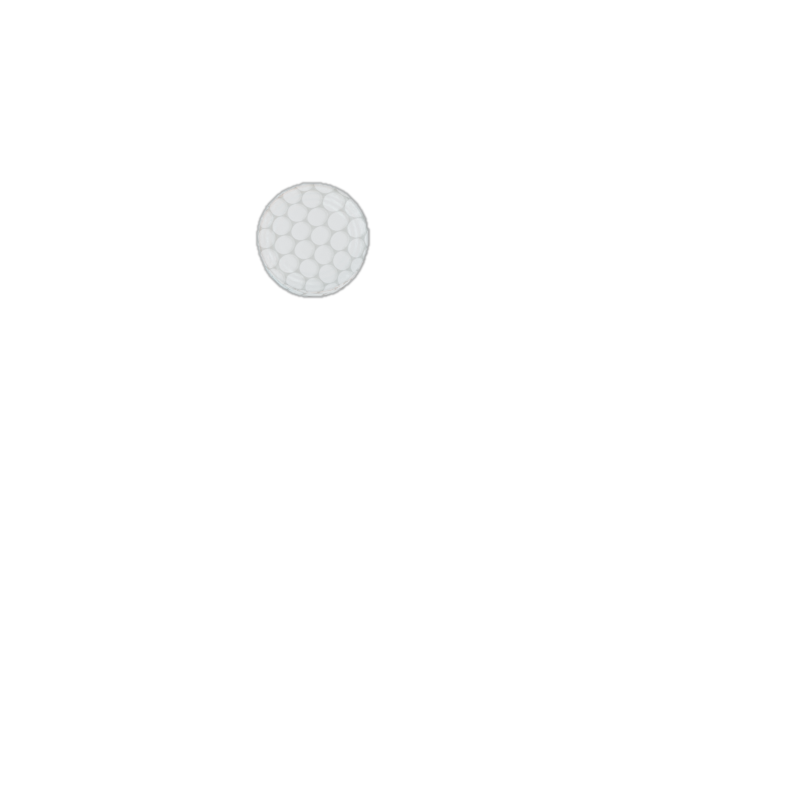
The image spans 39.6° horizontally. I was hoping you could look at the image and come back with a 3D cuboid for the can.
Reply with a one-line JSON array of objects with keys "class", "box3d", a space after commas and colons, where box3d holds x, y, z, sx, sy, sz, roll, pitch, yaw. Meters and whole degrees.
[{"class": "can", "box3d": [-0.067, -0.123, 0.860, 0.086, 0.088, 0.033, 0, -11, -1]}]
